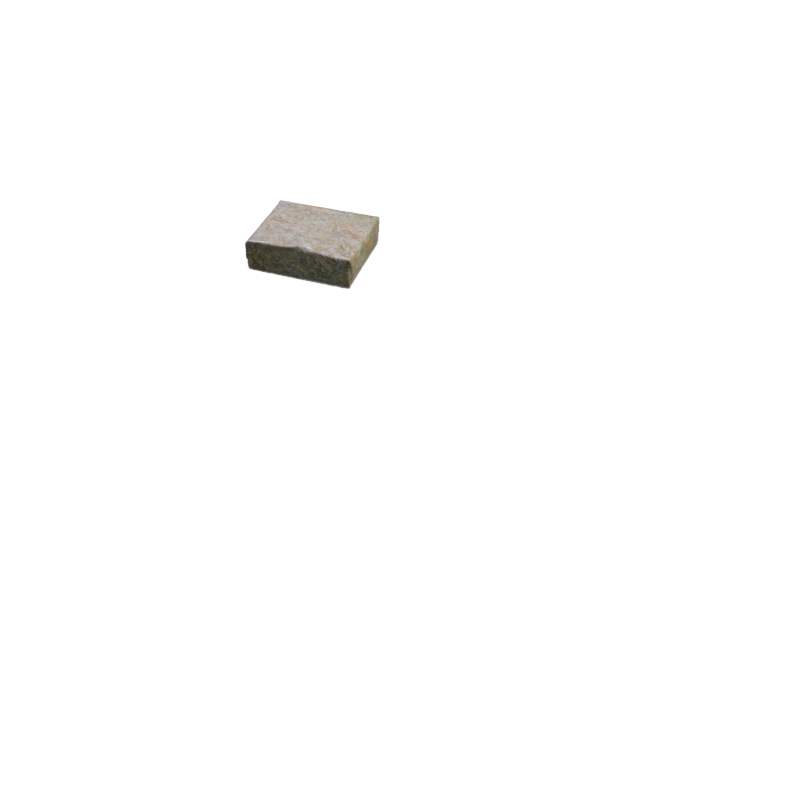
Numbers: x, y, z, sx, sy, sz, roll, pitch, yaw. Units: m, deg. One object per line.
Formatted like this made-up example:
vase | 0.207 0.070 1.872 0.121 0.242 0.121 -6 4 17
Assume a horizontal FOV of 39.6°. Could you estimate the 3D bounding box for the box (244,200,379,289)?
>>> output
box | -0.070 -0.127 0.890 0.092 0.028 0.076 12 37 16
